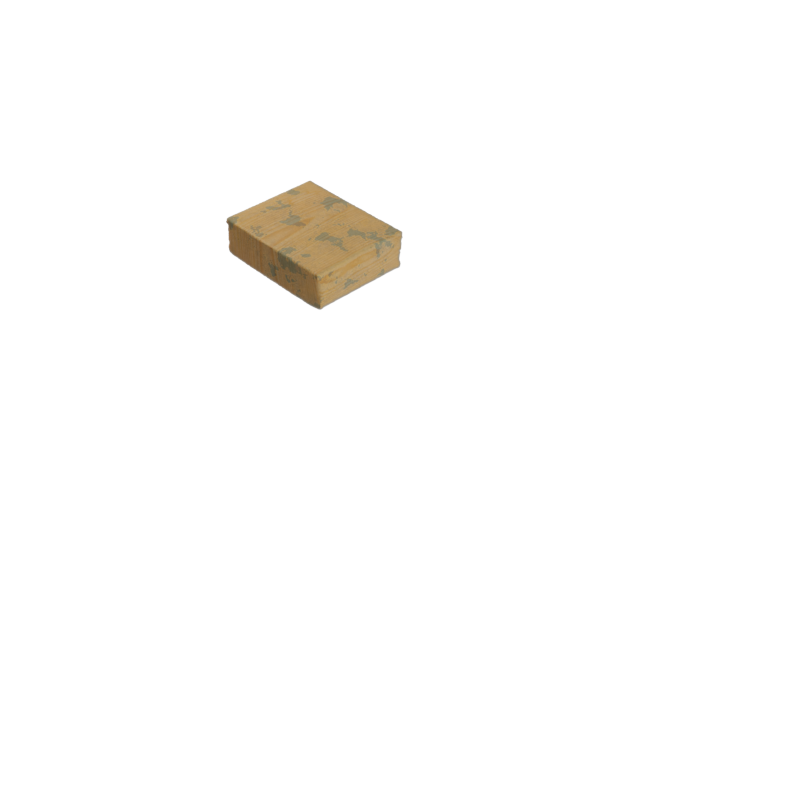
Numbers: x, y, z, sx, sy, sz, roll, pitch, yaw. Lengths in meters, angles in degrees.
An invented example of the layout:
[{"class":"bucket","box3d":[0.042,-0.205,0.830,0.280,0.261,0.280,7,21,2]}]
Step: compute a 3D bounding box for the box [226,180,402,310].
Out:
[{"class":"box","box3d":[-0.069,-0.125,0.878,0.090,0.036,0.121,-31,49,-32]}]
